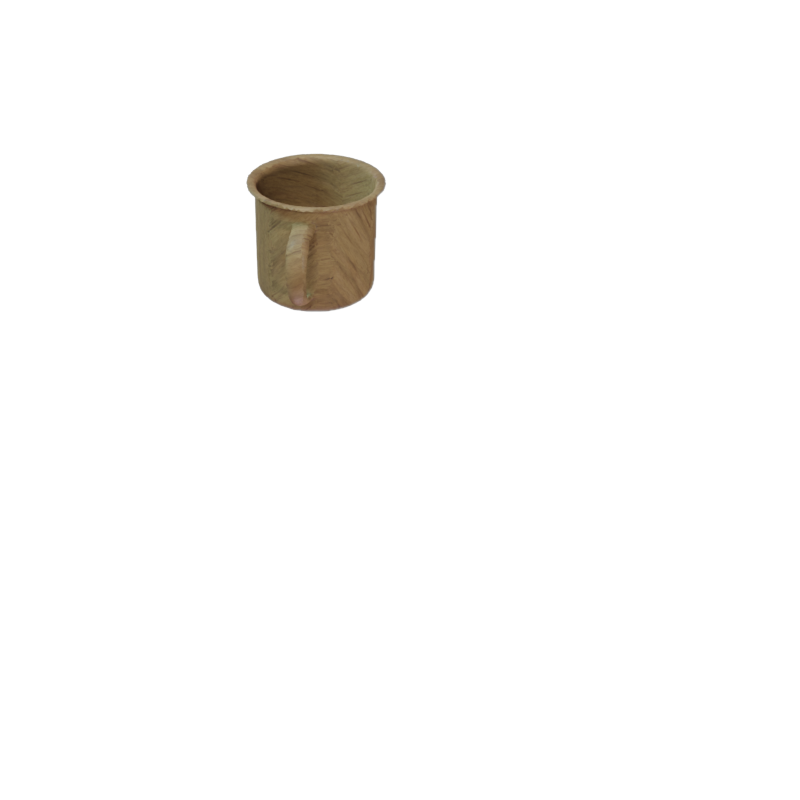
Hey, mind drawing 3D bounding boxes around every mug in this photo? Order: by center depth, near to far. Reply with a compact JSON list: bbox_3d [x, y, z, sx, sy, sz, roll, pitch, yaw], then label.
[{"bbox_3d":[-0.058,-0.107,0.747,0.094,0.077,0.123,4,32,4],"label":"mug"}]
